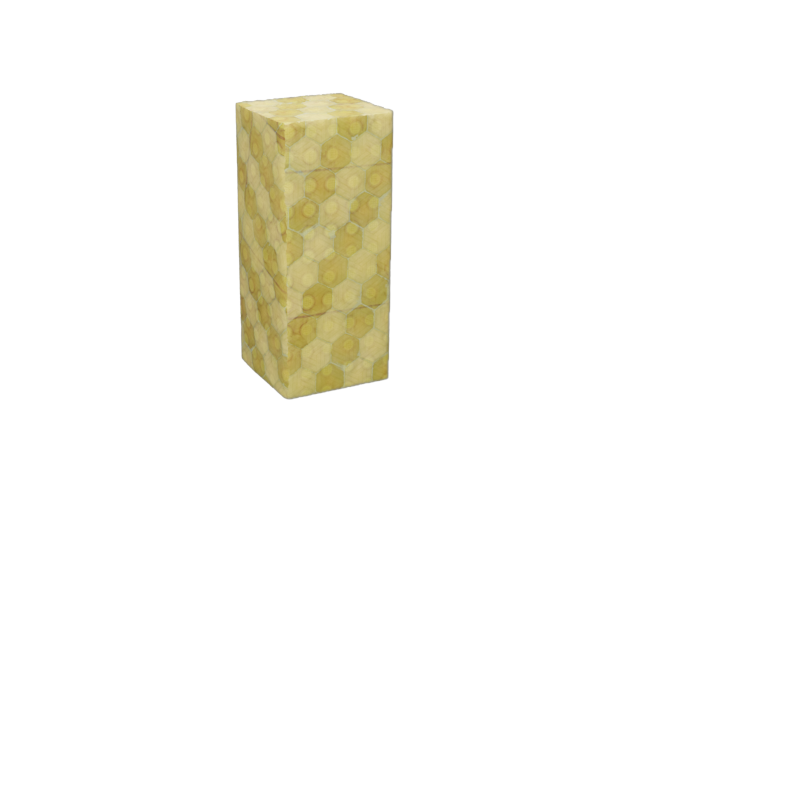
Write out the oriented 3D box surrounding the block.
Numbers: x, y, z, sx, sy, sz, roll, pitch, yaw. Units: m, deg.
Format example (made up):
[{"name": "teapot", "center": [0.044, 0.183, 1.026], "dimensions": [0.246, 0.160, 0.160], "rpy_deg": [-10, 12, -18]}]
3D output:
[{"name": "block", "center": [-0.065, -0.118, 0.831], "dimensions": [0.089, 0.198, 0.096], "rpy_deg": [-9, 22, -27]}]
